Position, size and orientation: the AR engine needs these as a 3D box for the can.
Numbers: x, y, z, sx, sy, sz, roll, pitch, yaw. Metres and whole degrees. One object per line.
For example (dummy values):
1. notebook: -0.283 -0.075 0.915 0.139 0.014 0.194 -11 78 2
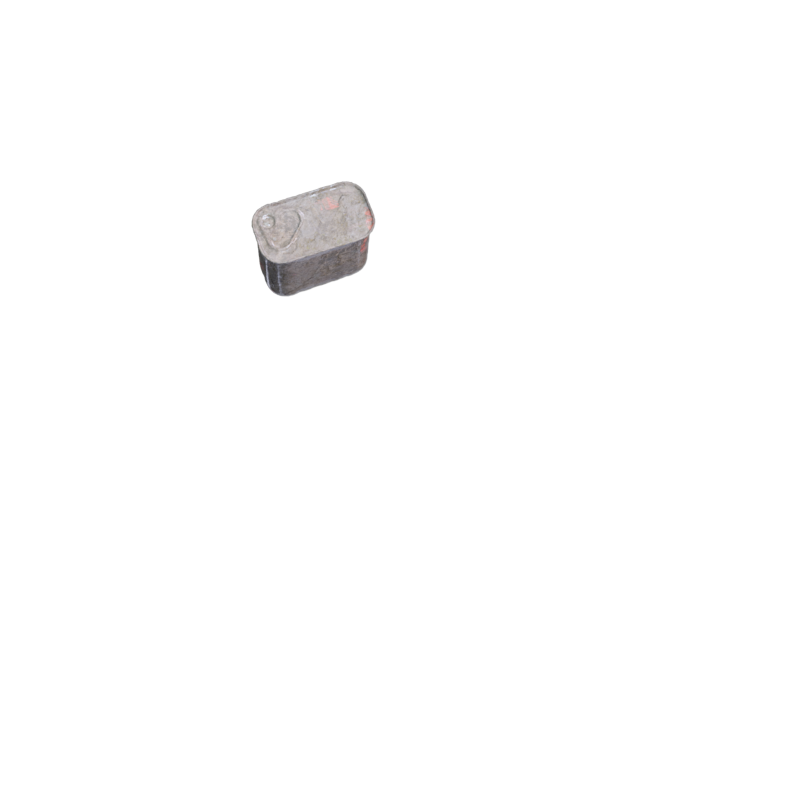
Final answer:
1. can: -0.076 -0.139 0.973 0.101 0.061 0.080 -18 -18 -9
